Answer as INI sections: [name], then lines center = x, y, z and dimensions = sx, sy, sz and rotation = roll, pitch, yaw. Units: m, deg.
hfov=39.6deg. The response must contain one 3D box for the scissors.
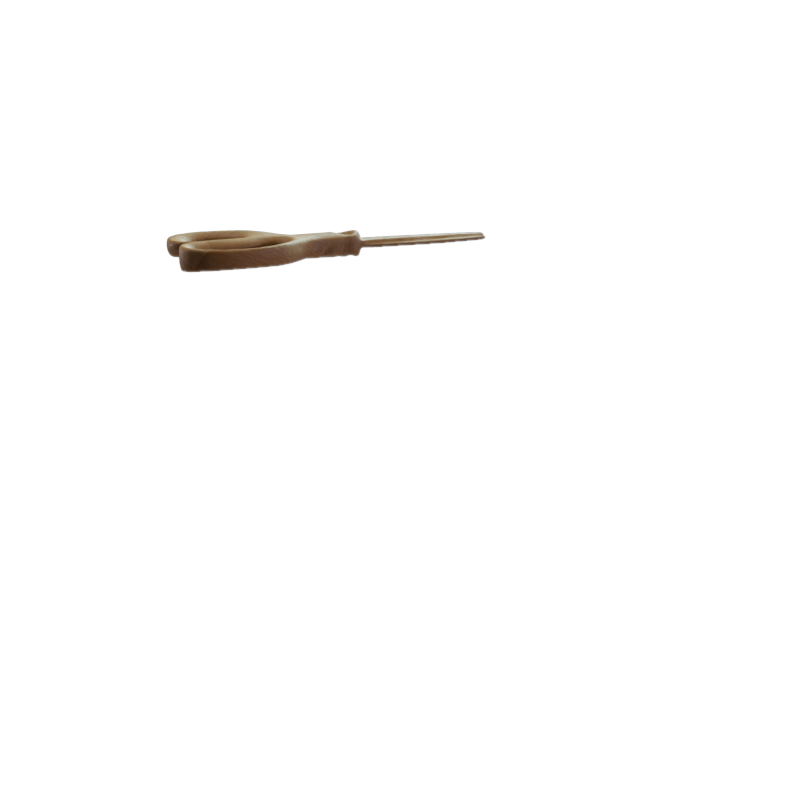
[scissors]
center = -0.052, -0.096, 0.670
dimensions = 0.196, 0.015, 0.101
rotation = -13, 19, -39
